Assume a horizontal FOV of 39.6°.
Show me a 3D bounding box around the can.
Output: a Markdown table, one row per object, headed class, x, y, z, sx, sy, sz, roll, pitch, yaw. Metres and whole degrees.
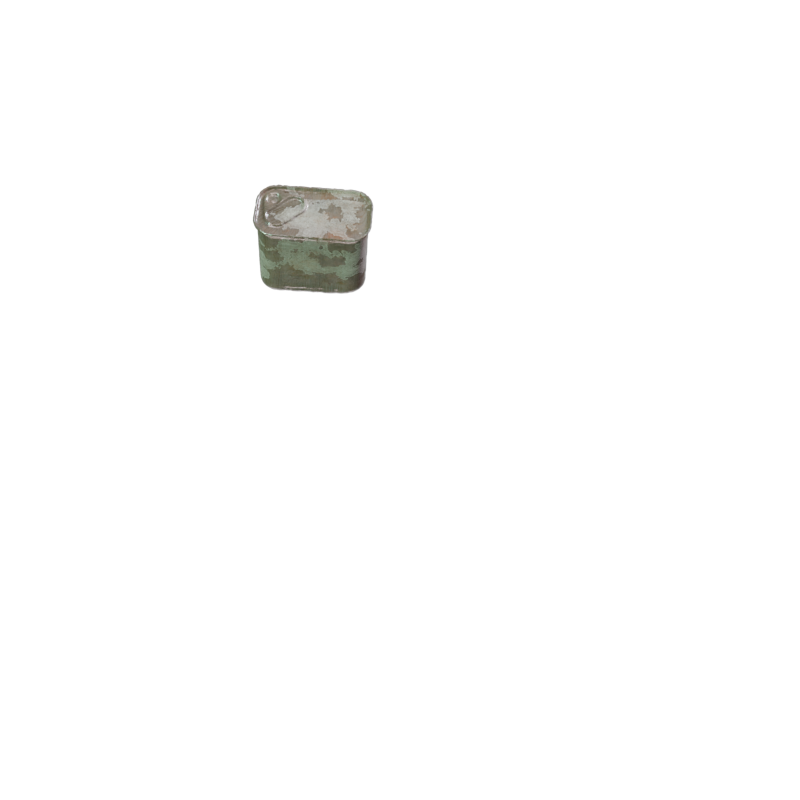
| class | x | y | z | sx | sy | sz | roll | pitch | yaw |
| --- | --- | --- | --- | --- | --- | --- | --- | --- | --- |
| can | -0.077 | -0.140 | 0.983 | 0.102 | 0.061 | 0.078 | 5 | -34 | 1 |
